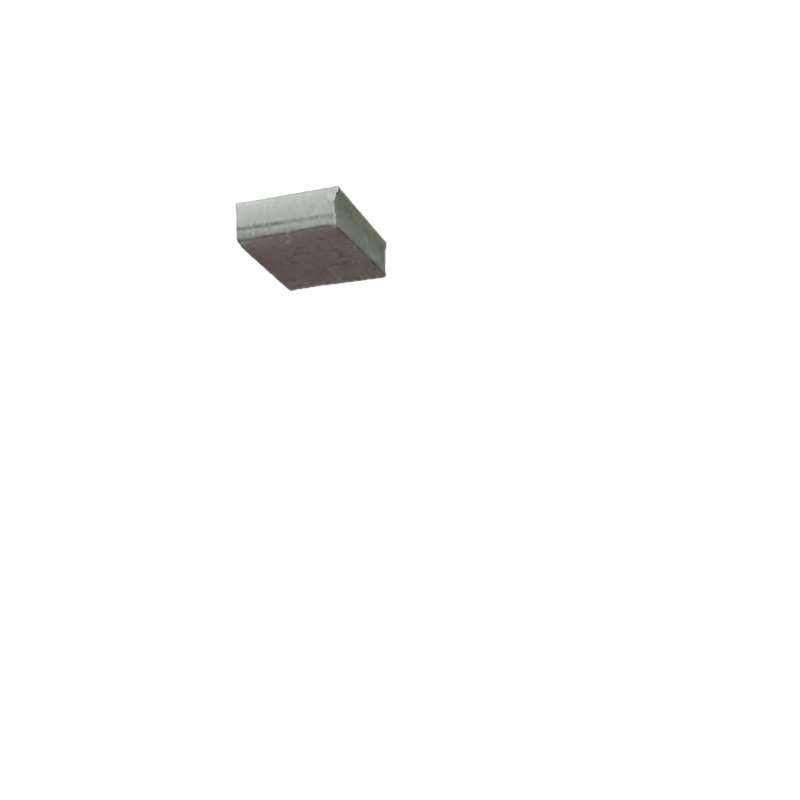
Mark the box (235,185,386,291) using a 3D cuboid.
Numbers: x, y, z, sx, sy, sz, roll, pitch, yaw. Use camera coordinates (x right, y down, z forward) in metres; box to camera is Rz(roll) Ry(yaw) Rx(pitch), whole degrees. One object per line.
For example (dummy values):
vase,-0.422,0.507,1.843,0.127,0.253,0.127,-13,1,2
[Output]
box,-0.071,-0.129,0.903,0.091,0.041,0.106,-7,-18,20
